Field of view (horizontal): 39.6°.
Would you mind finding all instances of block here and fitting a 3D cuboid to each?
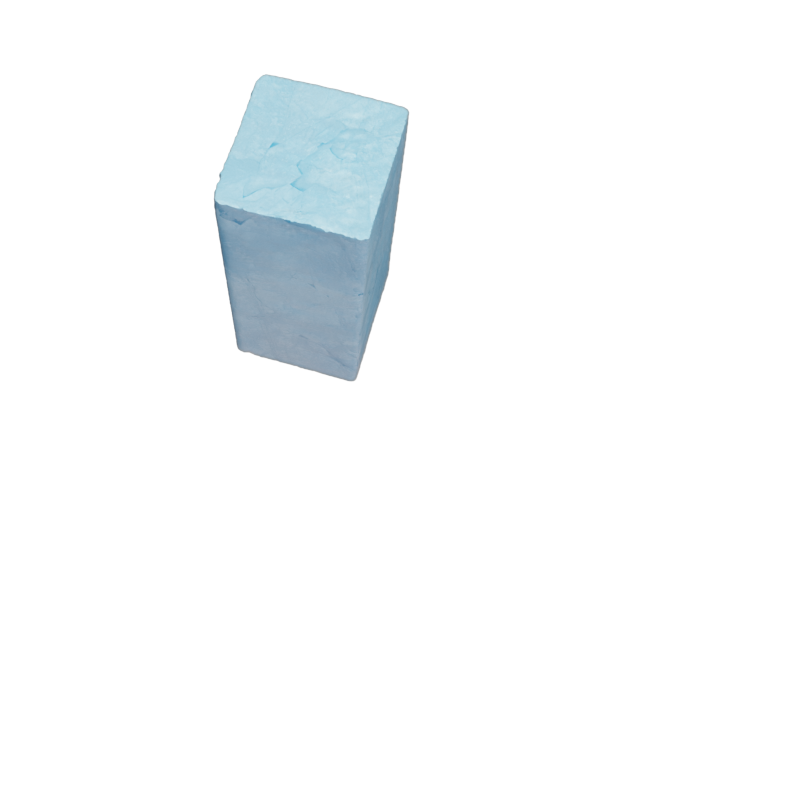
[{"bbox_3d":[-0.055,-0.099,0.694,0.091,0.095,0.196,15,-22,2],"label":"block"}]
